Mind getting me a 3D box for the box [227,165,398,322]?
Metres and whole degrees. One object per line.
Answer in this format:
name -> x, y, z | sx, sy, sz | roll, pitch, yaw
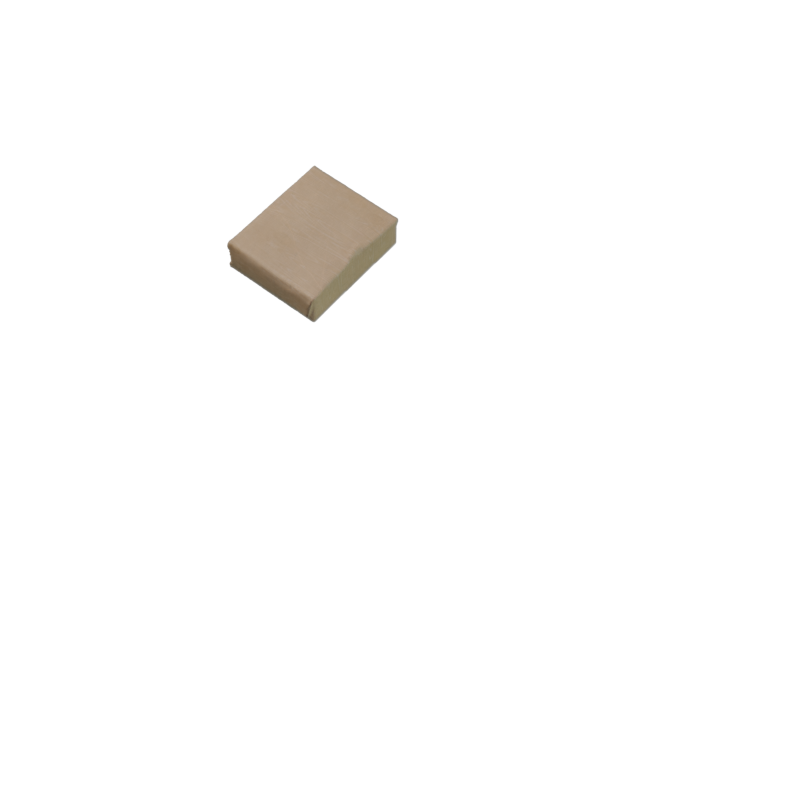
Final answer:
box -> -0.057, -0.103, 0.722 | 0.077, 0.091, 0.028 | 33, -29, 21
